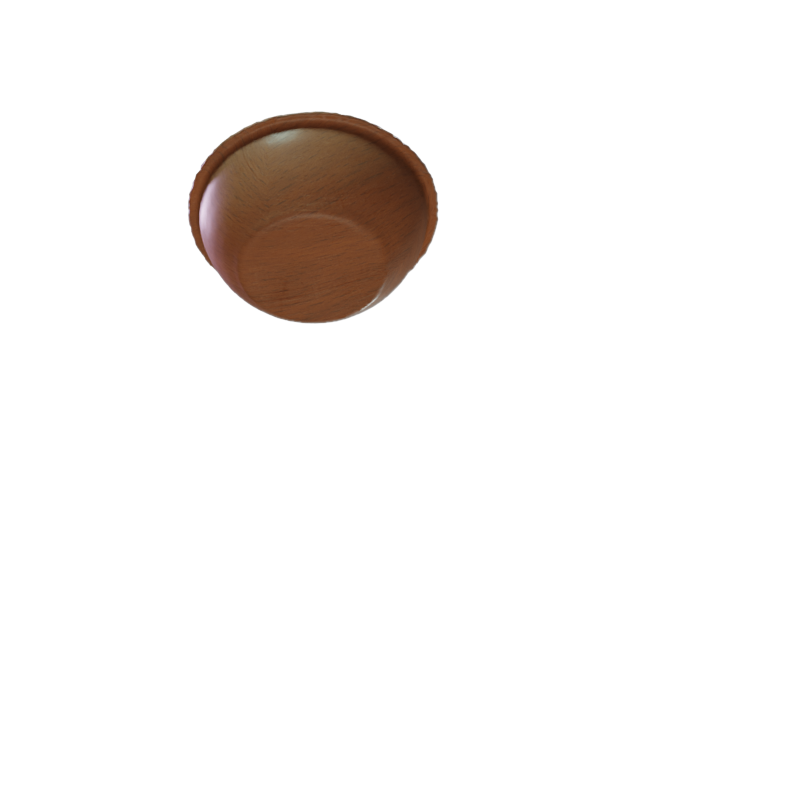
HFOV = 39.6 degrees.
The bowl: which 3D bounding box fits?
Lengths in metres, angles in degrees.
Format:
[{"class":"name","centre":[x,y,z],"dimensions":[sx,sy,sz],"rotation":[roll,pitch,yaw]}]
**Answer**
[{"class":"bowl","centre":[-0.054,-0.099,0.696],"dimensions":[0.162,0.151,0.059],"rotation":[1,45,-1]}]
